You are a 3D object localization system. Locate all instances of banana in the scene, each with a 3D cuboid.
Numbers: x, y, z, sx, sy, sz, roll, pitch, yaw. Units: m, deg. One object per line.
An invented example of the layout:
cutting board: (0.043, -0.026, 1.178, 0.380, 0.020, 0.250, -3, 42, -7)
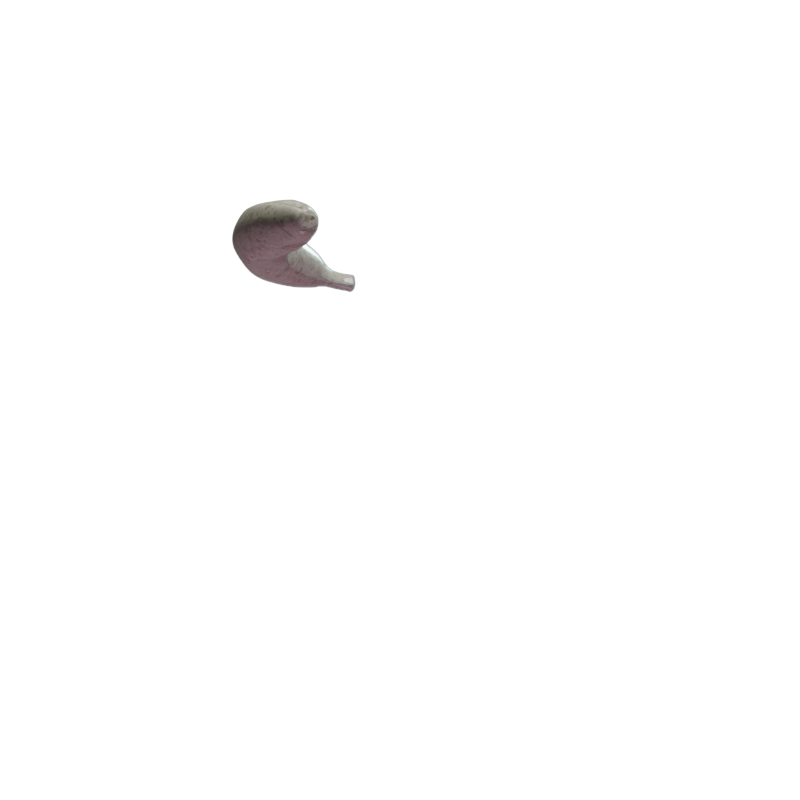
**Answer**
banana: (-0.073, -0.100, 0.706, 0.070, 0.037, 0.193, -1, -3, 5)
